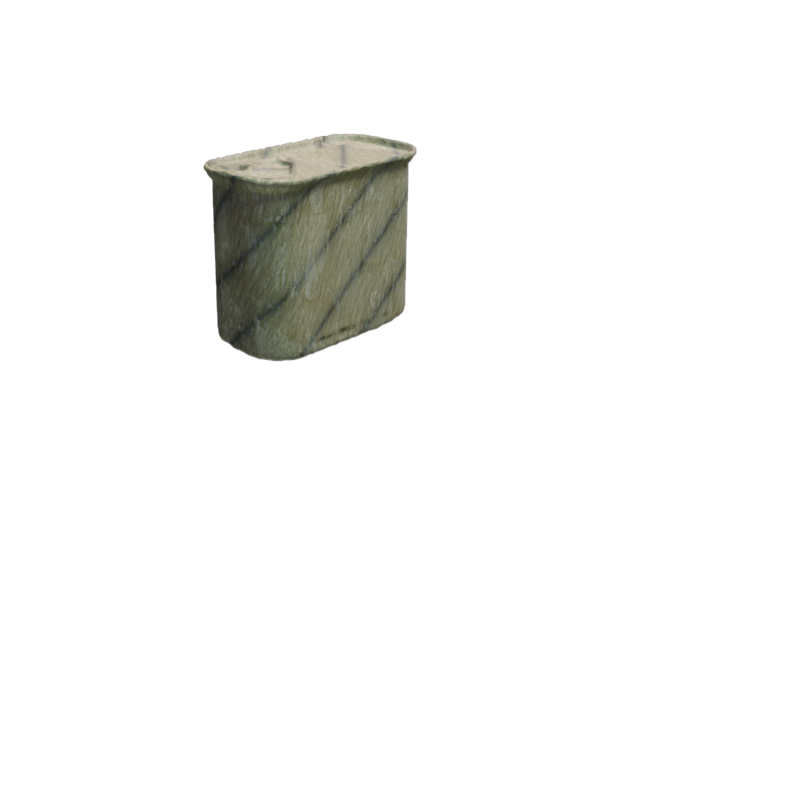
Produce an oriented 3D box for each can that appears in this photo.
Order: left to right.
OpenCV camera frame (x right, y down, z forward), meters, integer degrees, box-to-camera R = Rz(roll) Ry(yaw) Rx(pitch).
[{"bbox_3d":[-0.041,-0.074,0.518,0.061,0.080,0.101,18,27,39],"label":"can"}]
